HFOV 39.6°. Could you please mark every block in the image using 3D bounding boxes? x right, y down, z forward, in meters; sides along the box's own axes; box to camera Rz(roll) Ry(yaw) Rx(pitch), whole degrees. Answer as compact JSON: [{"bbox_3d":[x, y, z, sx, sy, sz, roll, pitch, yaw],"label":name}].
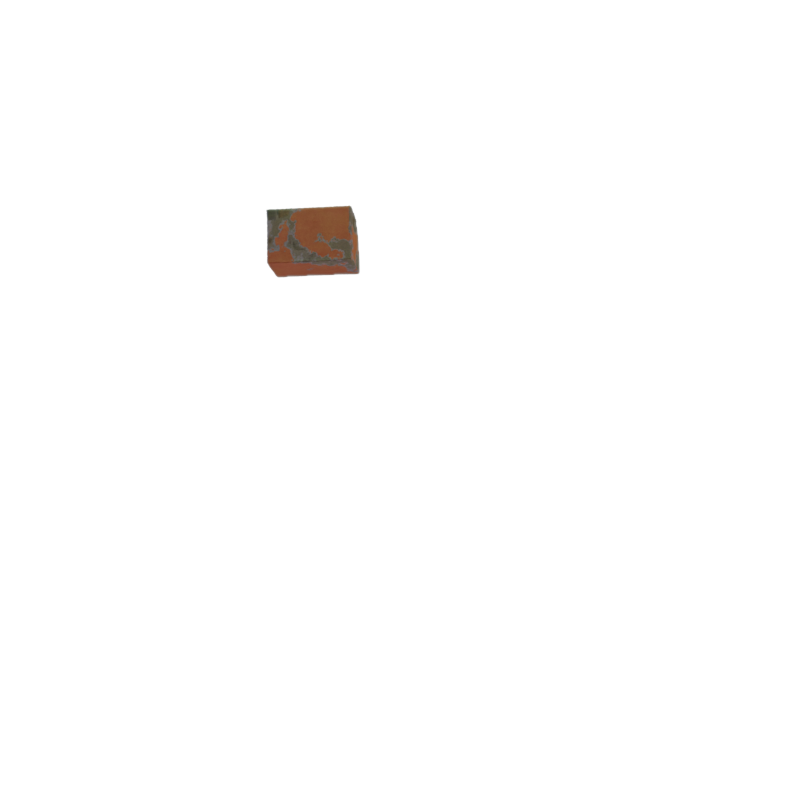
[{"bbox_3d":[-0.078,-0.142,0.993,0.079,0.053,0.051,-2,-12,6],"label":"block"}]
